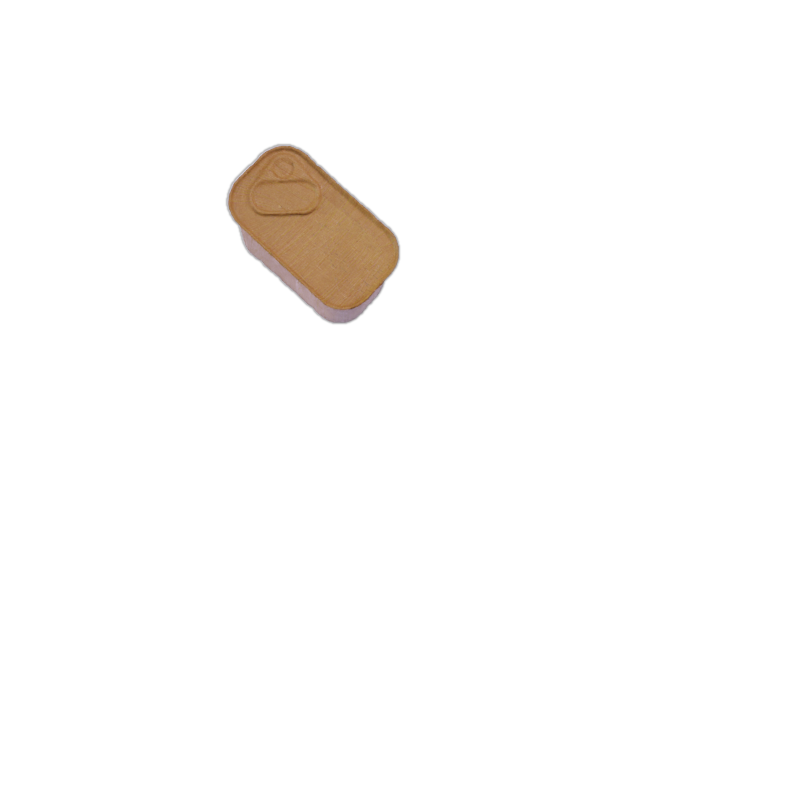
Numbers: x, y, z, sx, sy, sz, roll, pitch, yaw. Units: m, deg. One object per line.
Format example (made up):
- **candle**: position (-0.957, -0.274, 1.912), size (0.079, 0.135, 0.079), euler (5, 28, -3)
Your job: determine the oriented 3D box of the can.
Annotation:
- **can**: position (-0.052, -0.095, 0.666), size (0.104, 0.058, 0.082), euler (43, -7, 5)
